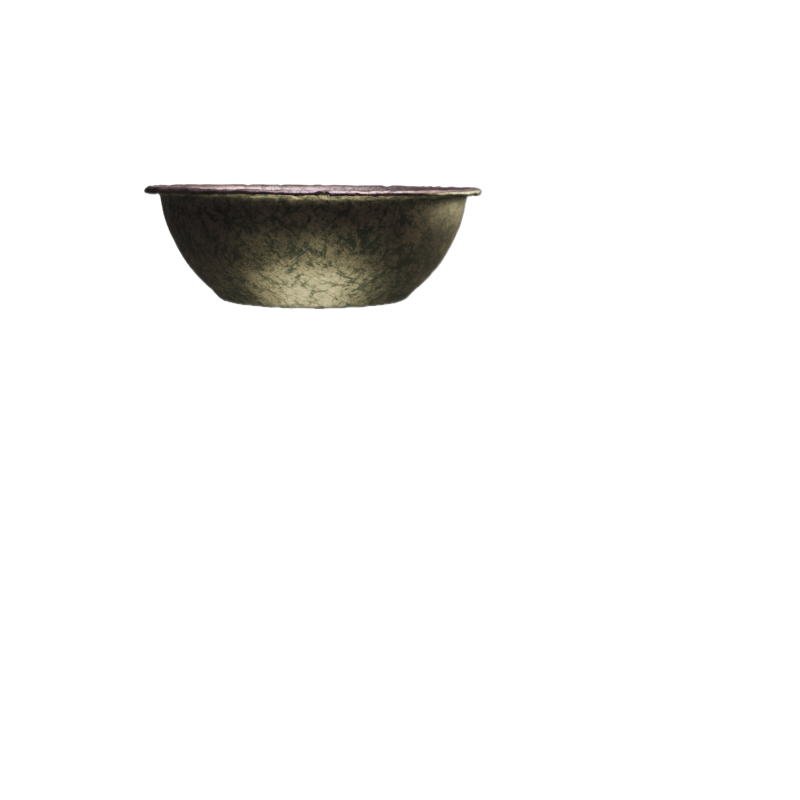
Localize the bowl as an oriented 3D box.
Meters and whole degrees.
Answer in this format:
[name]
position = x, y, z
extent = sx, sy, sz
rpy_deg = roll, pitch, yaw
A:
[bowl]
position = -0.042, -0.077, 0.537
extent = 0.162, 0.054, 0.165
rpy_deg = 0, 11, -2
